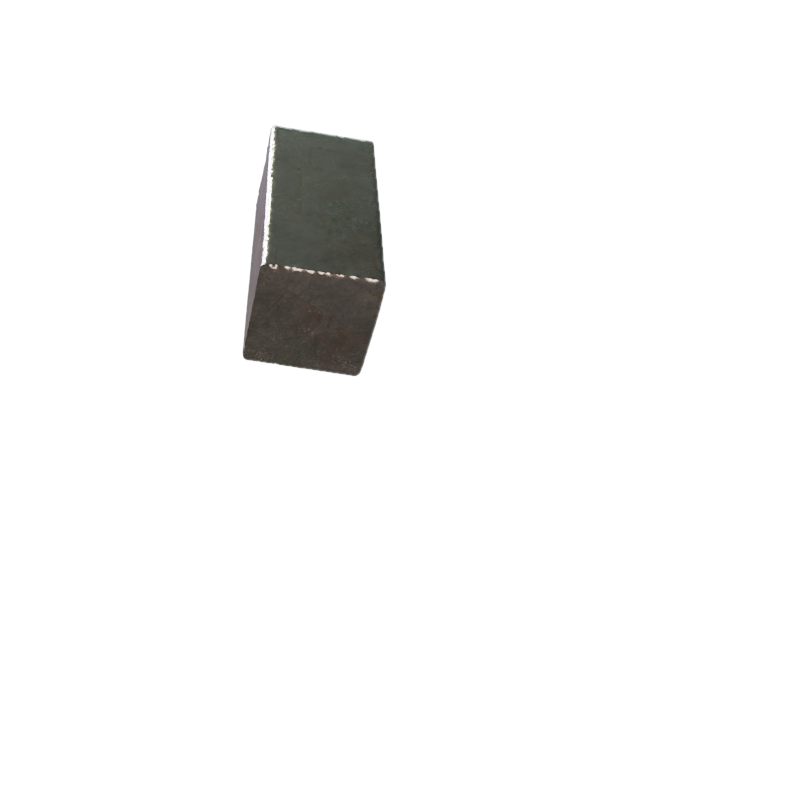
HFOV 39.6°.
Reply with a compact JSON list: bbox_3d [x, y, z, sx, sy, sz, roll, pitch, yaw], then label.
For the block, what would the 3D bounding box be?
[{"bbox_3d":[-0.068,-0.124,0.873,0.089,0.085,0.221,8,38,-10],"label":"block"}]
